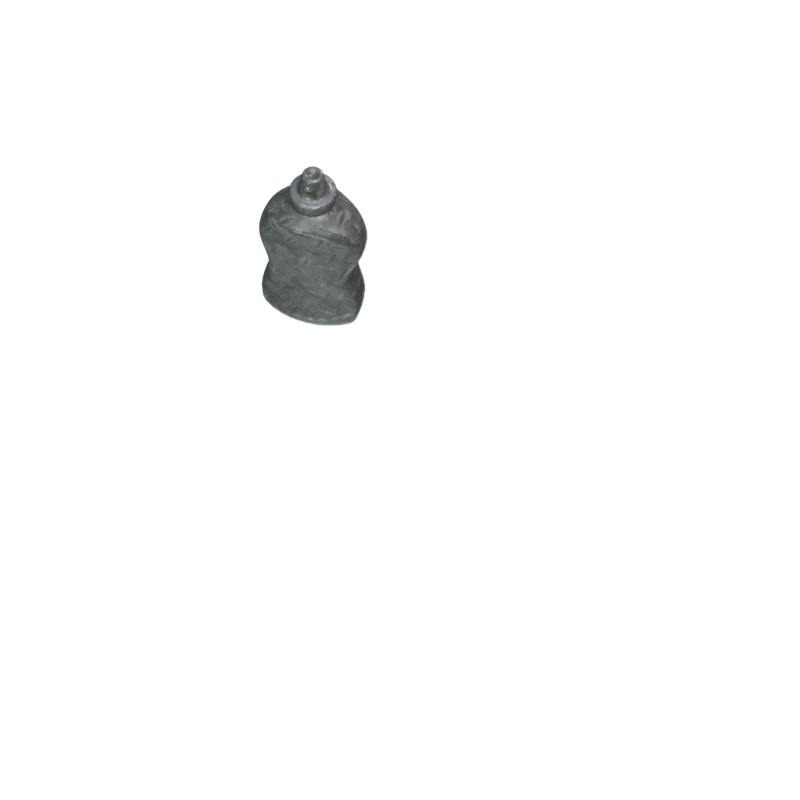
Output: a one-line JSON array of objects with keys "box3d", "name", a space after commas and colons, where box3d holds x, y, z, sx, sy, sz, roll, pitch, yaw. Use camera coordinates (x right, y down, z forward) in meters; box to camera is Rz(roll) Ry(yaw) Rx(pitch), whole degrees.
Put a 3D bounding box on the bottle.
[{"box3d": [-0.078, -0.142, 0.996, 0.098, 0.061, 0.180, 18, -31, 8], "name": "bottle"}]
